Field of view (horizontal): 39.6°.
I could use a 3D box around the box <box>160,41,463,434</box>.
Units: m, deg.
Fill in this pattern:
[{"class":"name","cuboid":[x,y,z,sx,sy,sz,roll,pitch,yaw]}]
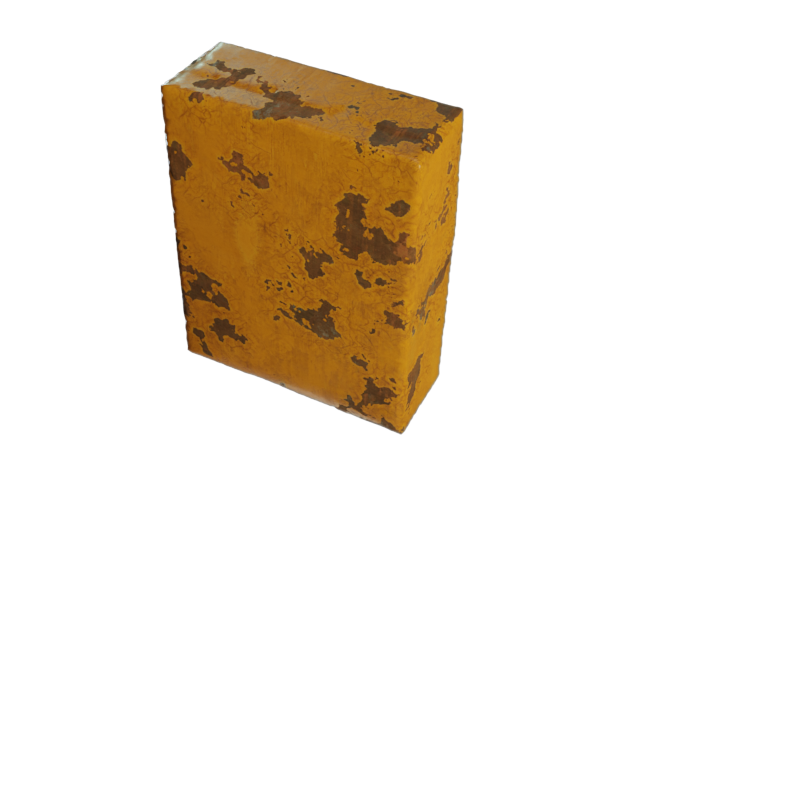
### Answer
[{"class":"box","cuboid":[-0.053,-0.097,0.682,0.171,0.199,0.074,21,46,19]}]
